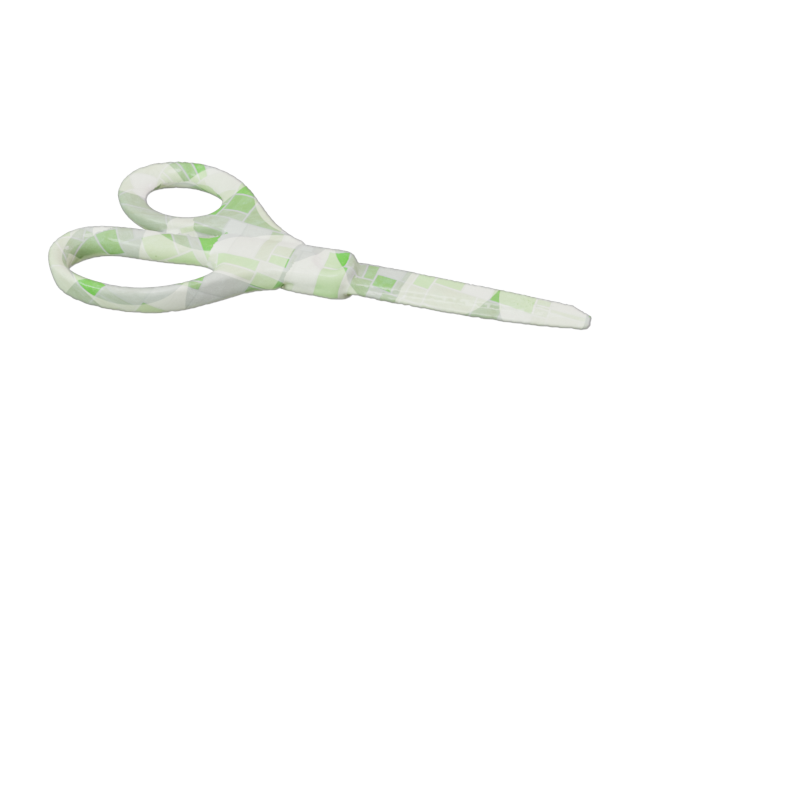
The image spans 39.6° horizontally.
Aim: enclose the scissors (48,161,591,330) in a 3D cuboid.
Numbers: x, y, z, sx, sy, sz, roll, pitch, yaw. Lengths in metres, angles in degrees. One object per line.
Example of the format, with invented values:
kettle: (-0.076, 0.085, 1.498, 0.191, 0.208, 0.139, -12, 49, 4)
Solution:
scissors: (-0.034, -0.062, 0.436, 0.202, 0.015, 0.103, 0, 43, 0)
